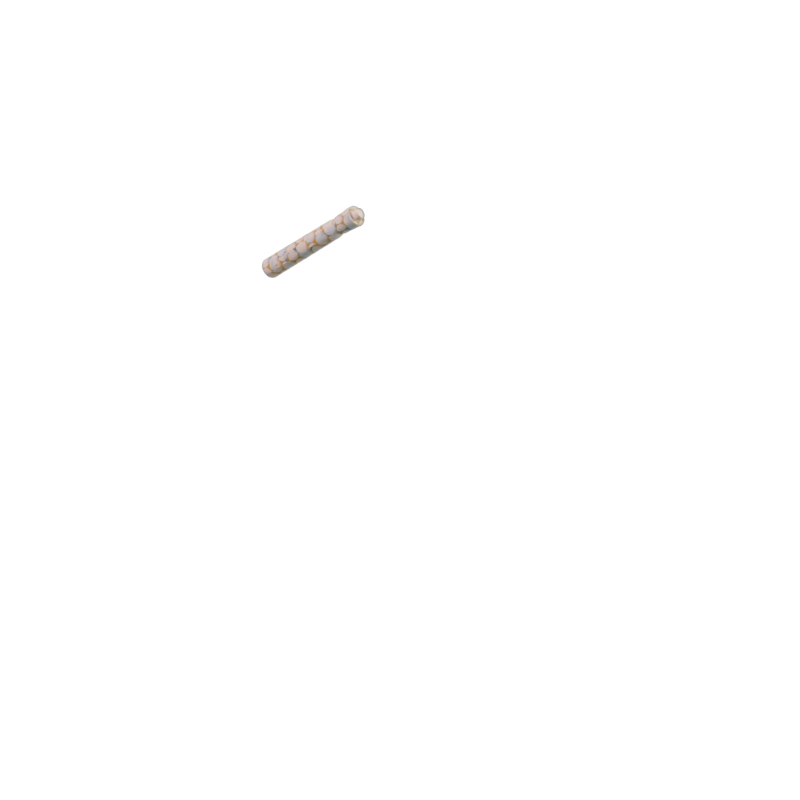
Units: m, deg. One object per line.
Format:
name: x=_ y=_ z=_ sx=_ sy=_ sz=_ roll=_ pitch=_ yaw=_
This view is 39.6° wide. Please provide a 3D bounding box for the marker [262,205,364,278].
marker: x=-0.075 y=-0.138 z=0.964 sx=0.121 sy=0.020 sz=0.019 roll=-24 pitch=-13 yaw=39
